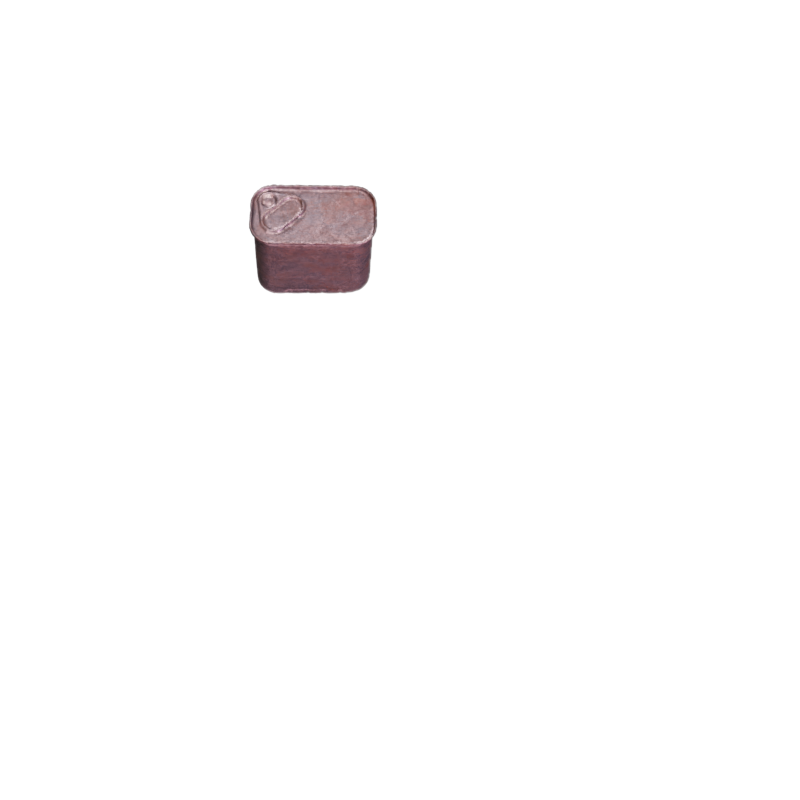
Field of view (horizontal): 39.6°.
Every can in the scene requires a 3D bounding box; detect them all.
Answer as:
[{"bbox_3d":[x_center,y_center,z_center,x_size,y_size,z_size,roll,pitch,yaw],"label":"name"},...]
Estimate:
[{"bbox_3d":[-0.072,-0.131,0.919,0.102,0.061,0.079,1,-28,-1],"label":"can"}]
